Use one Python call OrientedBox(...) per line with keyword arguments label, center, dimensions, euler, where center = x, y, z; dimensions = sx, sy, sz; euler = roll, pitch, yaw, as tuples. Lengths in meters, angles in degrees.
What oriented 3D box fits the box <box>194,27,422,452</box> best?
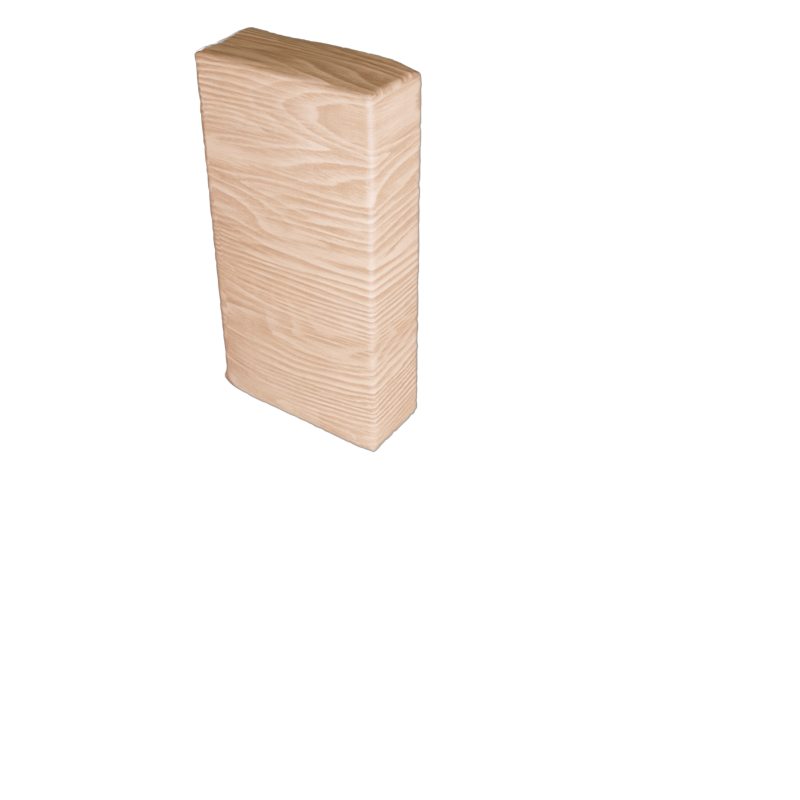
OrientedBox(label="box", center=(-0.039, -0.071, 0.496), dimensions=(0.098, 0.166, 0.048), euler=(23, 37, 29))
